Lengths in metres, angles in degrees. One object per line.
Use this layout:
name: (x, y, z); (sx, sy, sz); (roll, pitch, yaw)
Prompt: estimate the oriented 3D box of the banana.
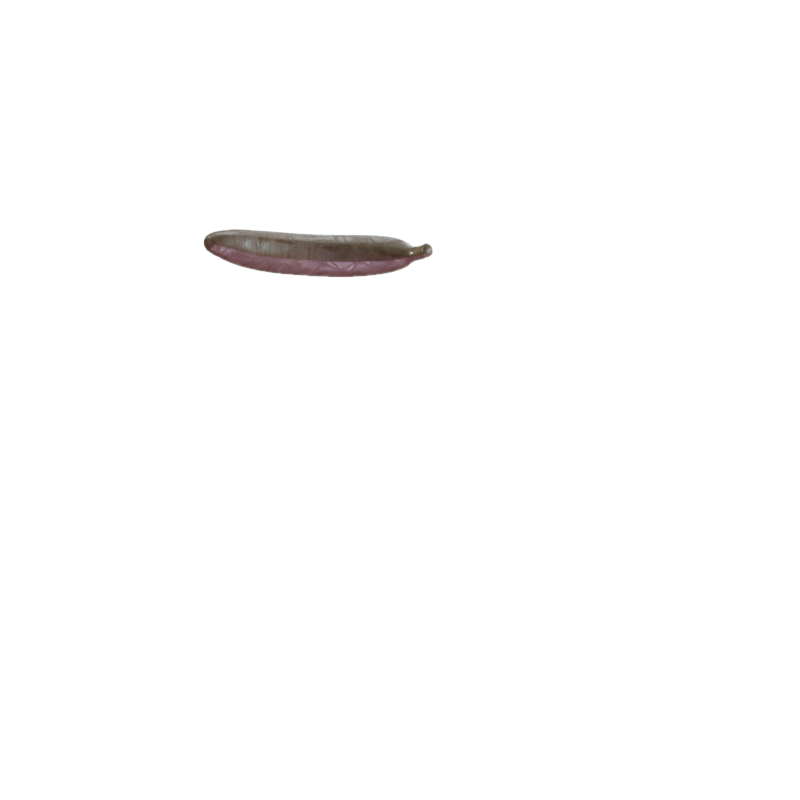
banana: (-0.074, -0.134, 0.987); (0.197, 0.038, 0.067); (0, -17, -2)
